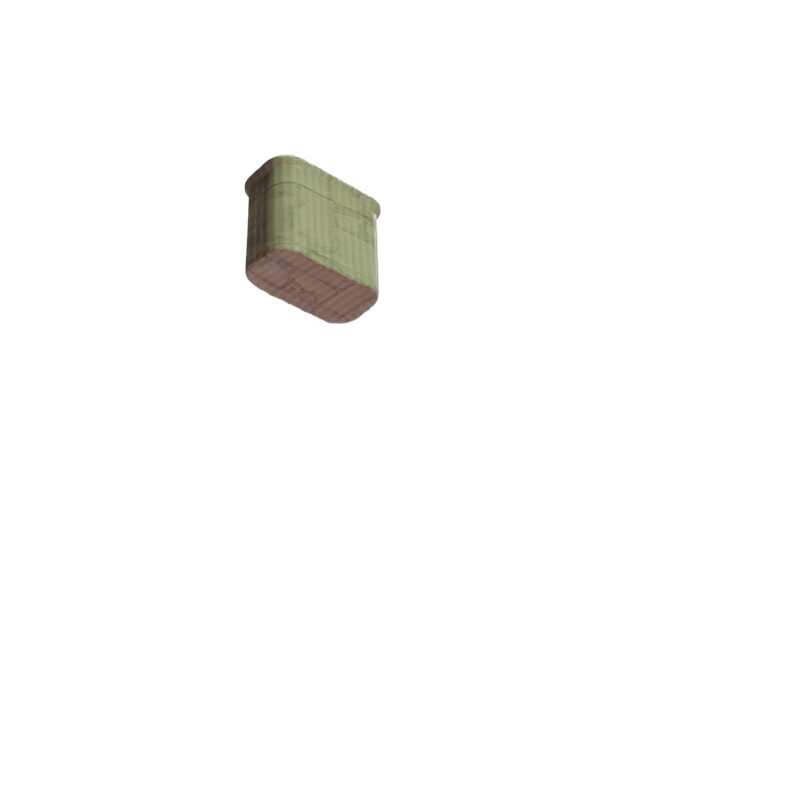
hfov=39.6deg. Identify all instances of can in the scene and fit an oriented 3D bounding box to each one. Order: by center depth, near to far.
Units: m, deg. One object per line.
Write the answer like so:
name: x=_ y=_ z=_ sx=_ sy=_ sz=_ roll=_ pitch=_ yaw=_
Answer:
can: x=-0.062 y=-0.112 z=0.788 sx=0.096 sy=0.090 sz=0.057 roll=25 pitch=-44 yaw=-32
